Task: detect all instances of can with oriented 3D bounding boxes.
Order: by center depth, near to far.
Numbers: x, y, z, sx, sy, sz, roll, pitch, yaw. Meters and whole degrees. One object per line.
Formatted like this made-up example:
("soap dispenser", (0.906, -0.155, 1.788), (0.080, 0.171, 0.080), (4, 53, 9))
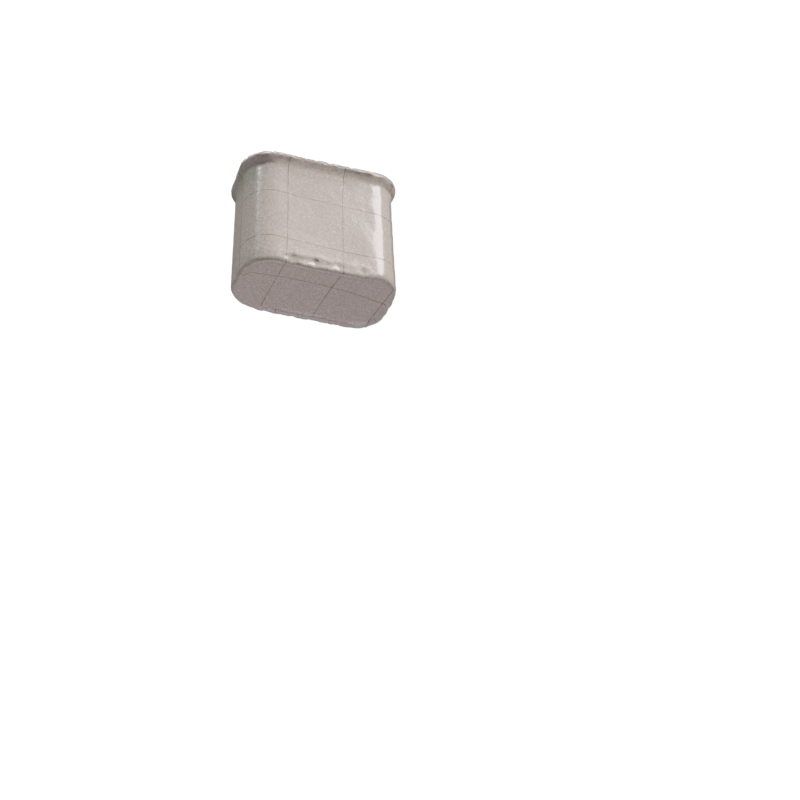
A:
("can", (-0.053, -0.097, 0.681), (0.099, 0.090, 0.055), (10, -37, -15))
